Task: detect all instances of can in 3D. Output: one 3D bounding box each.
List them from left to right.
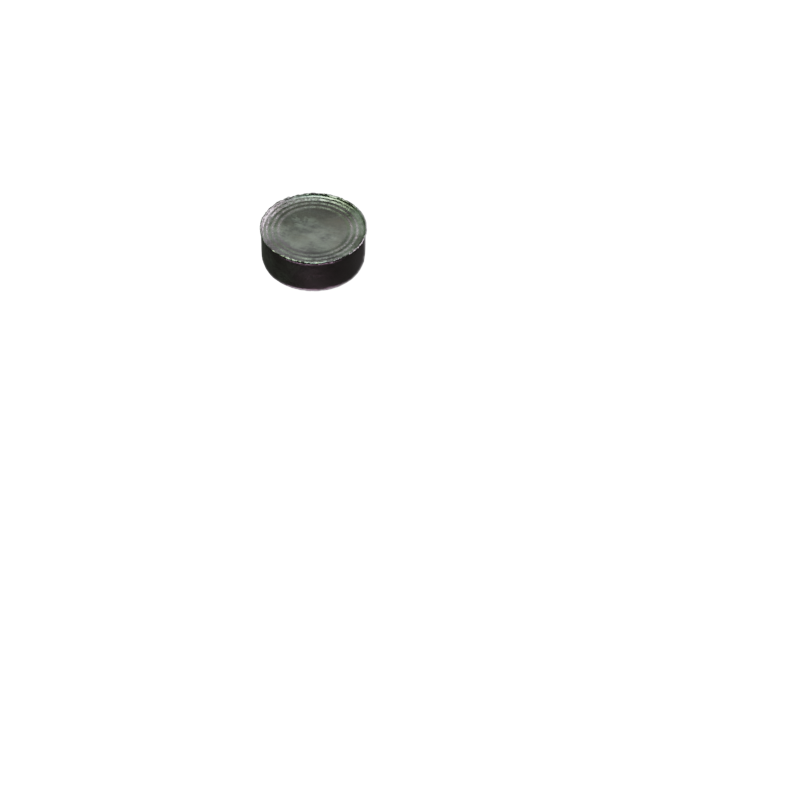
[{"bbox_3d":[-0.070,-0.128,0.895,0.086,0.092,0.031,-1,-44,-1],"label":"can"}]
